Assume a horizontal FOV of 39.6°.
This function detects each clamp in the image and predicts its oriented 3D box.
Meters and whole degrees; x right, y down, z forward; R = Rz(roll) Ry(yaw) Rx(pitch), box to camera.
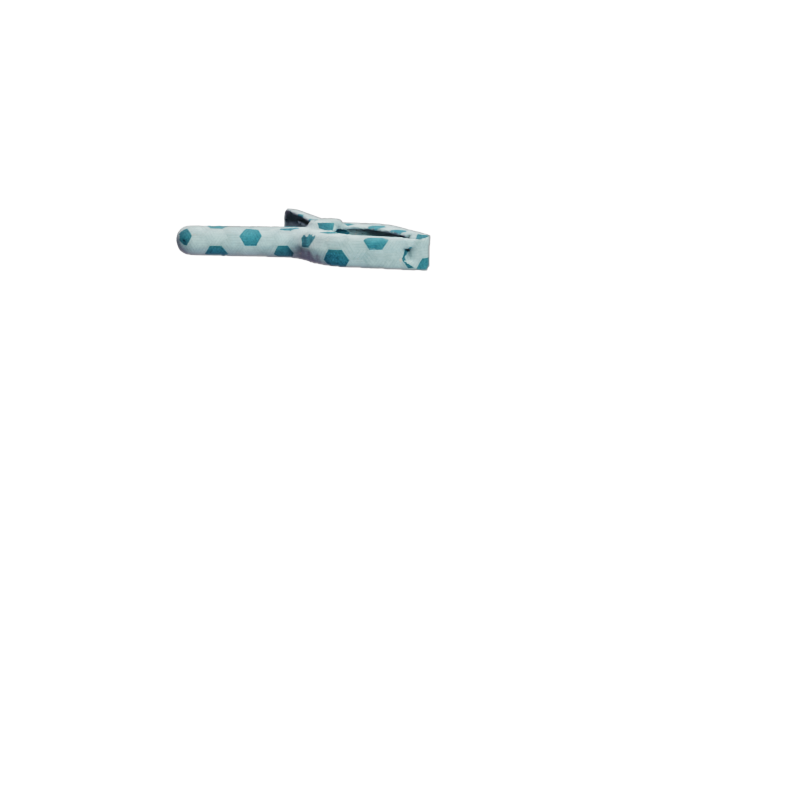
[{"bbox_3d":[-0.074,-0.135,0.942,0.221,0.035,0.161,15,23,38],"label":"clamp"}]
